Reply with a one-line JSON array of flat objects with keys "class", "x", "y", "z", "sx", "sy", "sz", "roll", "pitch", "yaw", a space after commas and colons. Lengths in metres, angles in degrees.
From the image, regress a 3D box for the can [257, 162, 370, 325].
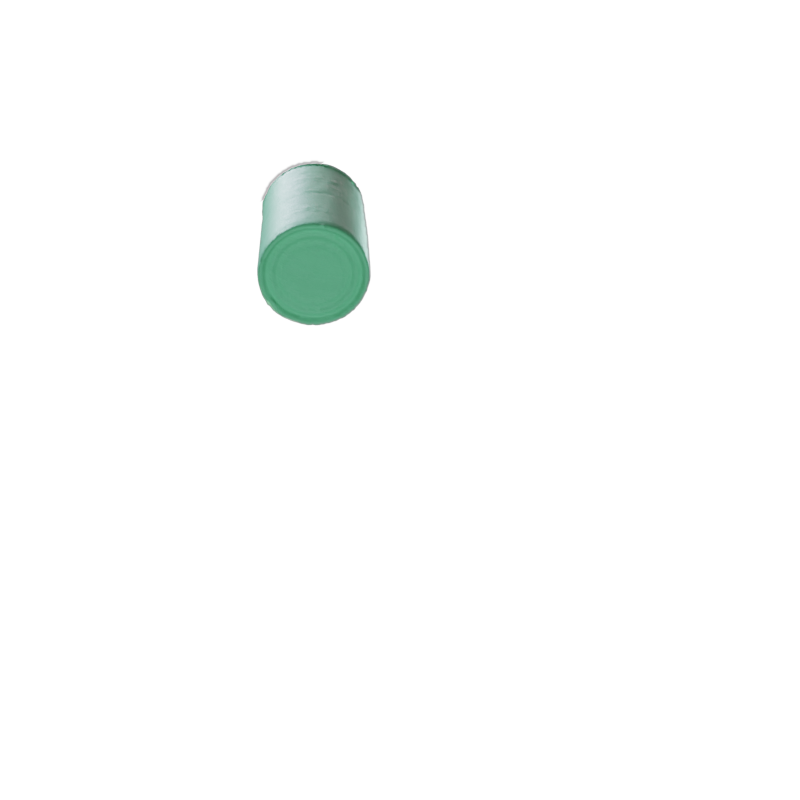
[{"class": "can", "x": -0.054, "y": -0.098, "z": 0.688, "sx": 0.068, "sy": 0.065, "sz": 0.108, "roll": 0, "pitch": 29, "yaw": -3}]
